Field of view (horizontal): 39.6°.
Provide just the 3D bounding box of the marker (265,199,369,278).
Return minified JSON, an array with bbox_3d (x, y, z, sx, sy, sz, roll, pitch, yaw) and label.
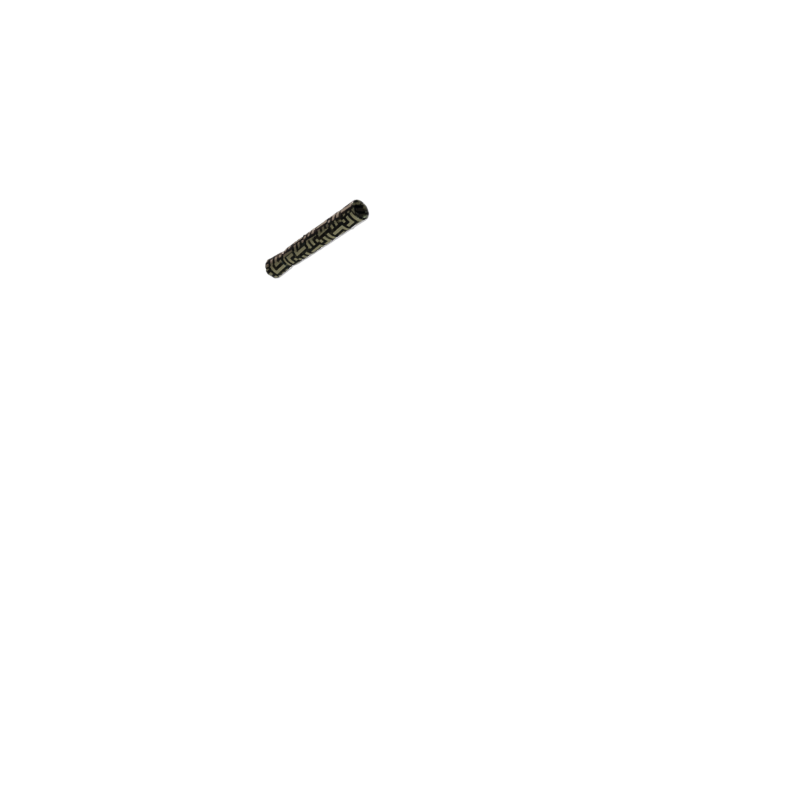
[{"bbox_3d":[-0.072,-0.132,0.923,0.019,0.021,0.121,-4,-17,-47],"label":"marker"}]
